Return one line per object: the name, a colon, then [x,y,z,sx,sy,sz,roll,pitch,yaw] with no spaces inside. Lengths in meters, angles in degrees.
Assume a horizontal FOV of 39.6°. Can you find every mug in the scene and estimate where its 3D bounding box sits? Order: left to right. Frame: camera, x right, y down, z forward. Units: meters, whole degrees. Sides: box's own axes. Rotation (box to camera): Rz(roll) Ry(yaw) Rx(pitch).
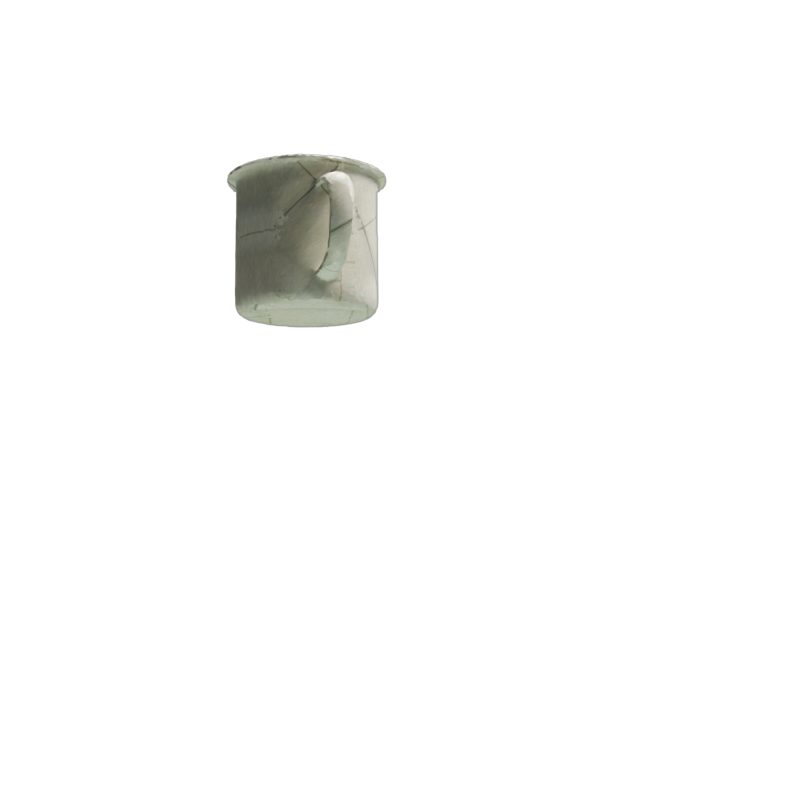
mug: [-0.049,-0.089,0.625,0.091,0.084,0.117,4,-10,-21]
